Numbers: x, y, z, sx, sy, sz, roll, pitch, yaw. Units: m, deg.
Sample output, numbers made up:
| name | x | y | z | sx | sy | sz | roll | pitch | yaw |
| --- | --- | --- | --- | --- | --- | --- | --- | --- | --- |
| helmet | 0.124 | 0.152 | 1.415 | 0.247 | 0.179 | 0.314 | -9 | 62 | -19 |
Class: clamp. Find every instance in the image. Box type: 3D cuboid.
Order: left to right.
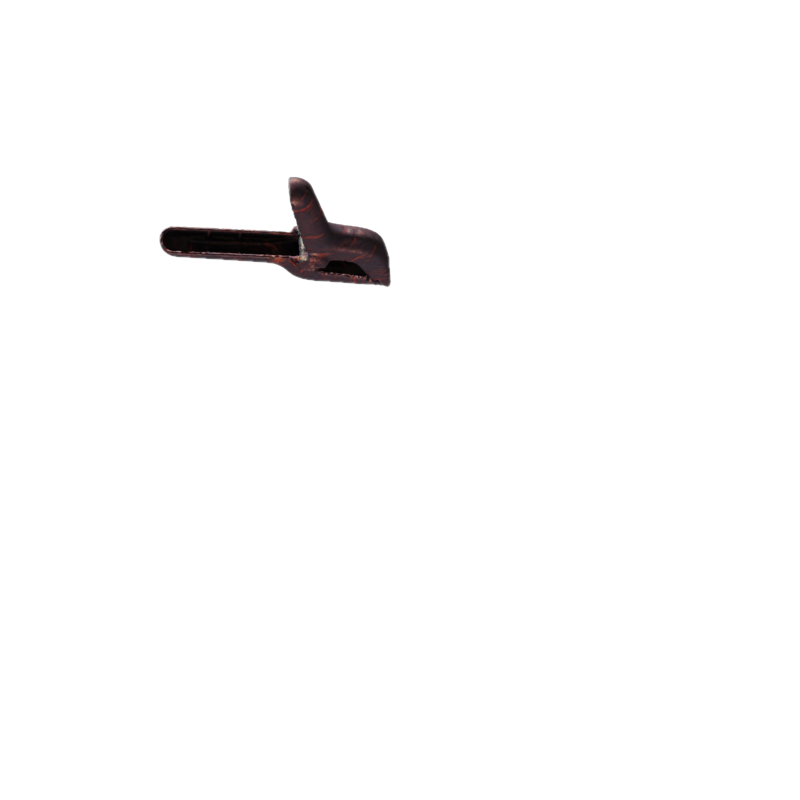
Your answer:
| name | x | y | z | sx | sy | sz | roll | pitch | yaw |
| --- | --- | --- | --- | --- | --- | --- | --- | --- | --- |
| clamp | -0.073 | -0.133 | 0.934 | 0.199 | 0.038 | 0.167 | 11 | -17 | -40 |
